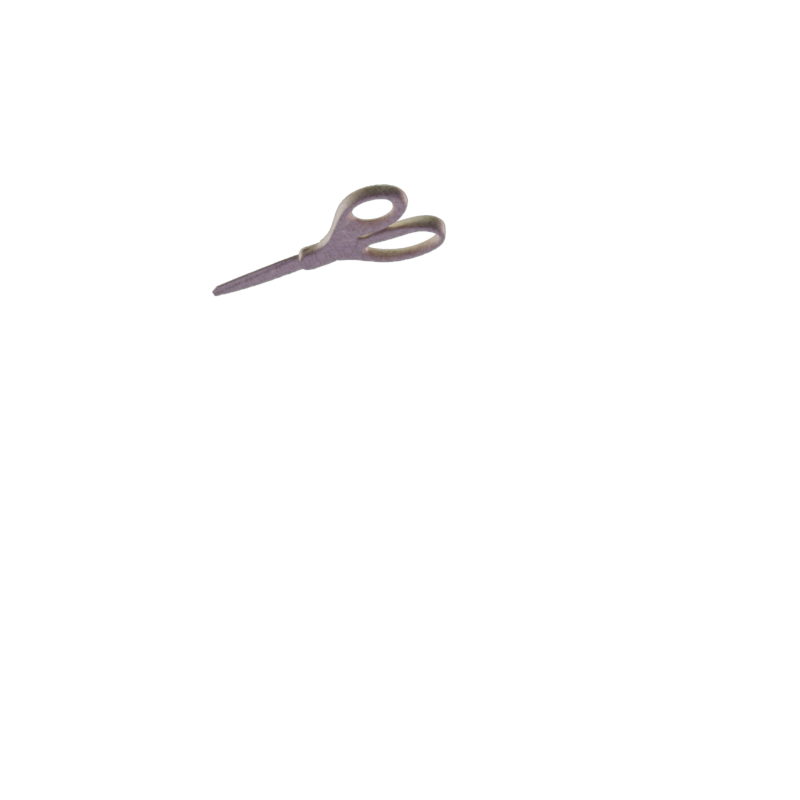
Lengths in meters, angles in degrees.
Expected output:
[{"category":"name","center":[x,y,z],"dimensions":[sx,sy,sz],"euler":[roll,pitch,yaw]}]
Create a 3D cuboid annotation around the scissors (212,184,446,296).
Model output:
[{"category":"scissors","center":[-0.067,-0.122,0.856],"dimensions":[0.204,0.017,0.089],"euler":[-8,-32,13]}]
